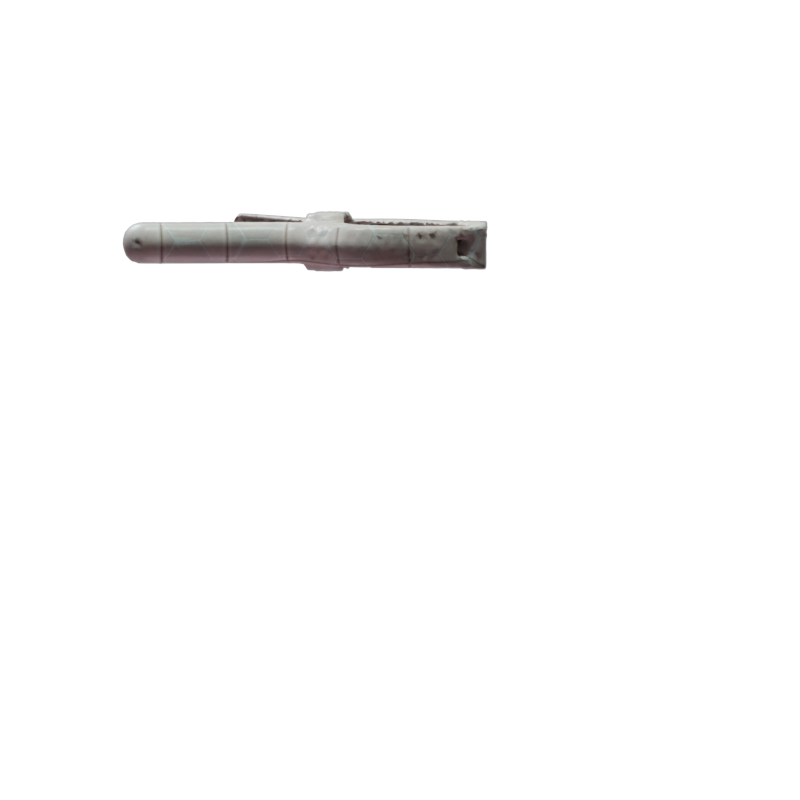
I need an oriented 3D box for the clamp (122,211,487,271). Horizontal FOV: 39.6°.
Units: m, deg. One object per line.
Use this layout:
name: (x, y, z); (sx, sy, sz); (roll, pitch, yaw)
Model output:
clamp: (-0.054, -0.098, 0.686); (0.218, 0.036, 0.162); (6, 14, 26)
